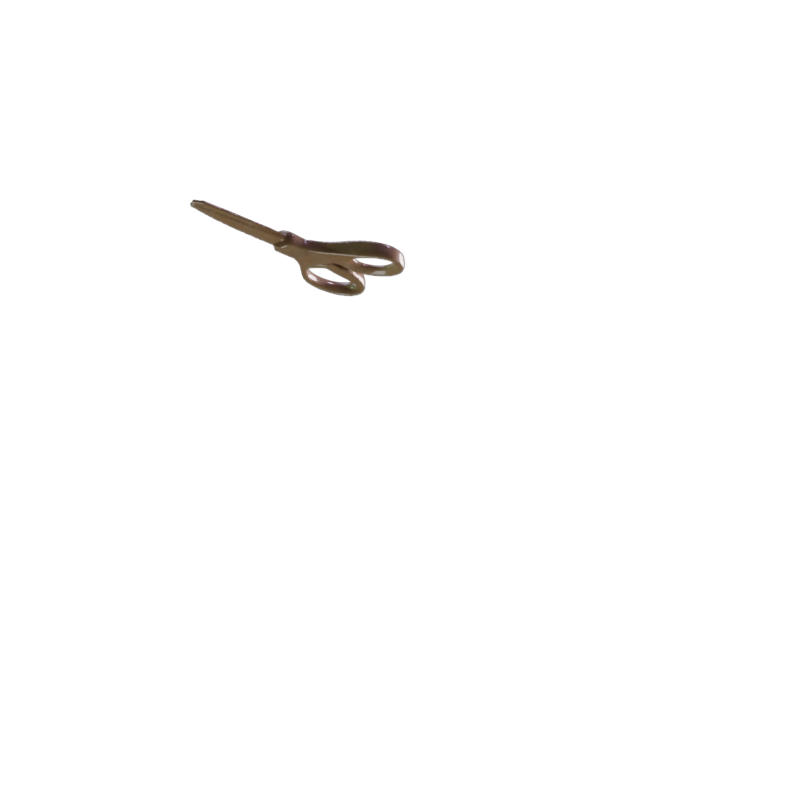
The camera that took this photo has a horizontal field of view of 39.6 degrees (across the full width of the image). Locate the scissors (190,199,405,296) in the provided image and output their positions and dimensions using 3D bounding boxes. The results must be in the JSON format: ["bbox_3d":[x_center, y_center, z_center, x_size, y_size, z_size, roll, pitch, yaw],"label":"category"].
[{"bbox_3d":[-0.067,-0.123,0.860,0.098,0.017,0.188,-9,-20,25],"label":"scissors"}]
